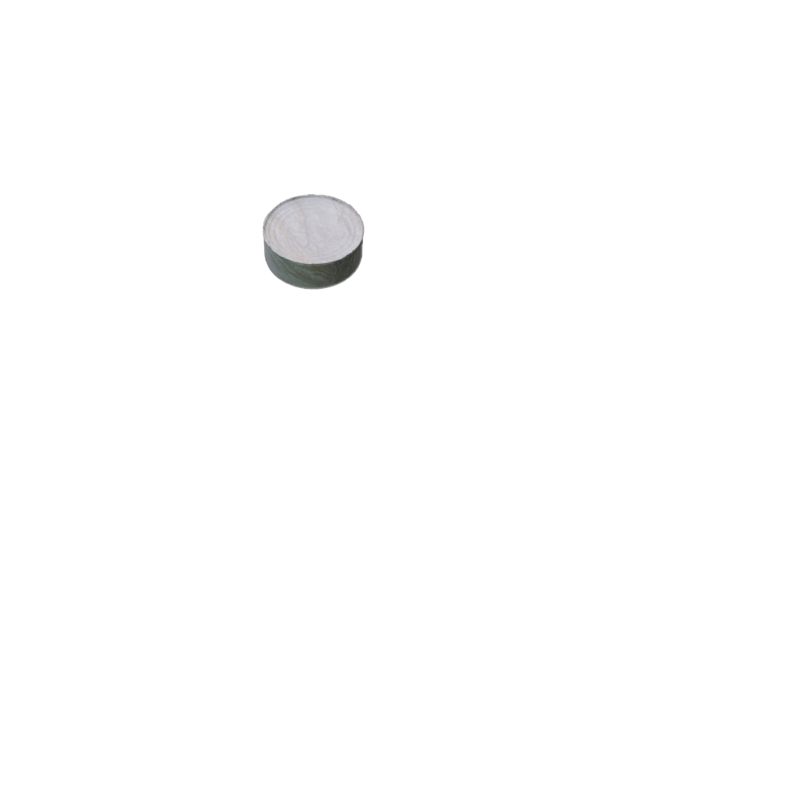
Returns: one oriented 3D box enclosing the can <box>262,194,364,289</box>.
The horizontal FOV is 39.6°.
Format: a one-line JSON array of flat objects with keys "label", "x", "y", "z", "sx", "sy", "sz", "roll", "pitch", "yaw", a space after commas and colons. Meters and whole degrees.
[{"label": "can", "x": -0.074, "y": -0.135, "z": 0.944, "sx": 0.086, "sy": 0.092, "sz": 0.031, "roll": -1, "pitch": -42, "yaw": -1}]
